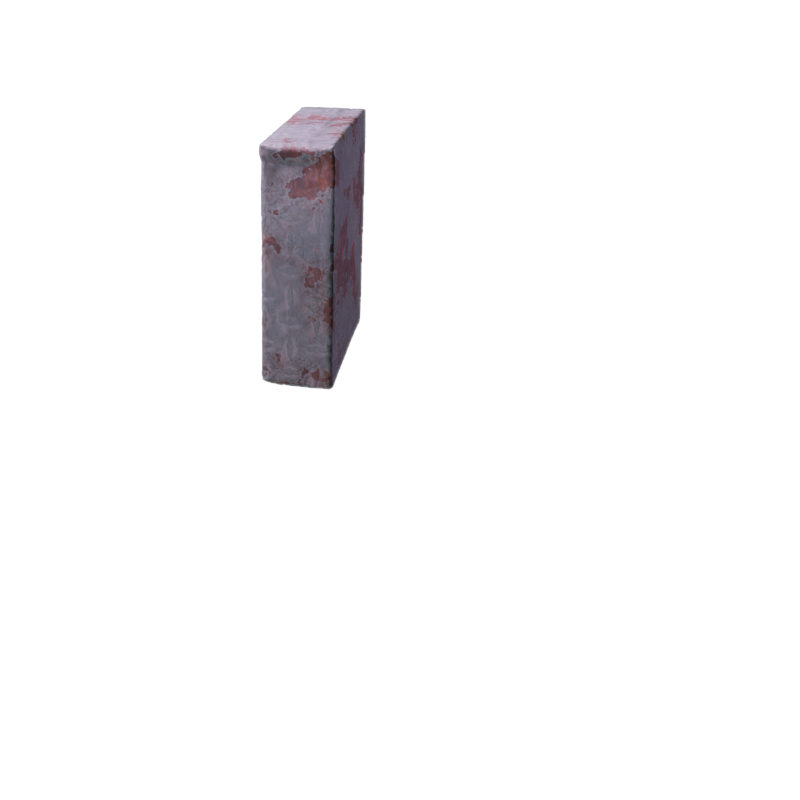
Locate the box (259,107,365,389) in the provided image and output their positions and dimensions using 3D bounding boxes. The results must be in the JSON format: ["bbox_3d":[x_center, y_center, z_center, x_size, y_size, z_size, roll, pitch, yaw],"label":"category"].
[{"bbox_3d":[-0.077,-0.141,0.988,0.073,0.205,0.170,4,21,6],"label":"box"}]
